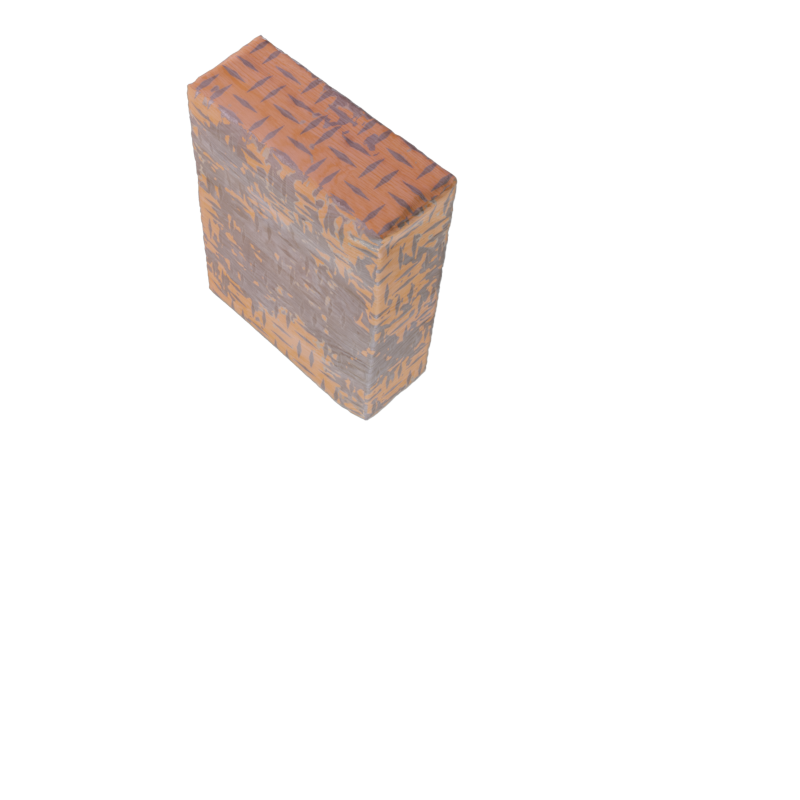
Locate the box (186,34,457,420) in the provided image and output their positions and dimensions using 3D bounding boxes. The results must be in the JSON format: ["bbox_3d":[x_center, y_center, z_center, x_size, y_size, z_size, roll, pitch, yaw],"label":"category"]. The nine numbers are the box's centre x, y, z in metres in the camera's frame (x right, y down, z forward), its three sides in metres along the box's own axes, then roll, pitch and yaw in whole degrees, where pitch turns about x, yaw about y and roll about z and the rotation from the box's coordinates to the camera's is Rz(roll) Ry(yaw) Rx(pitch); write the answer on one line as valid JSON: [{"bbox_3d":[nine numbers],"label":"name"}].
[{"bbox_3d":[-0.056,-0.102,0.715,0.073,0.173,0.200,-39,-23,-24],"label":"box"}]
